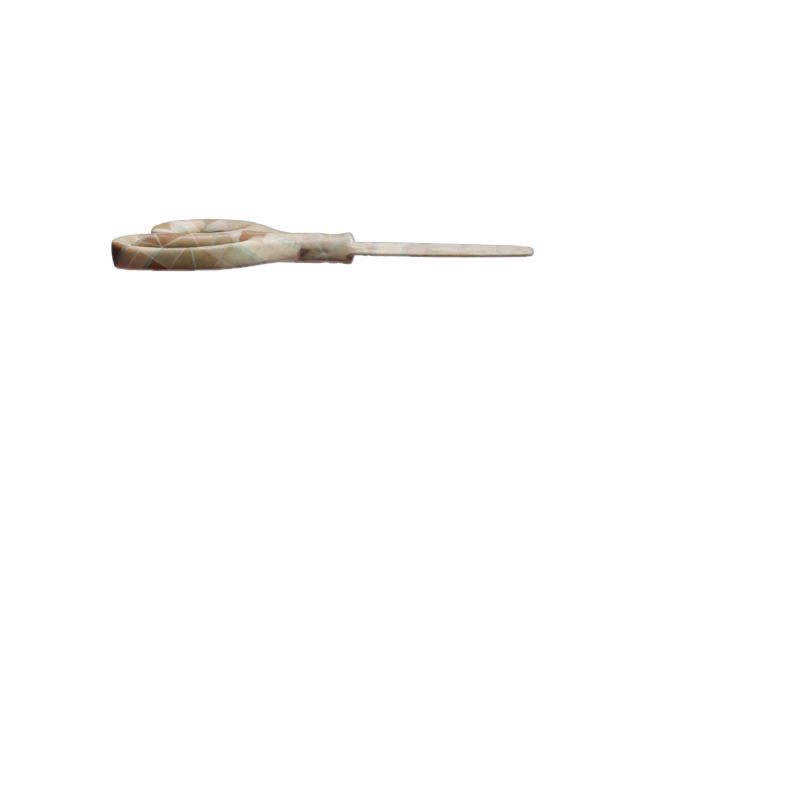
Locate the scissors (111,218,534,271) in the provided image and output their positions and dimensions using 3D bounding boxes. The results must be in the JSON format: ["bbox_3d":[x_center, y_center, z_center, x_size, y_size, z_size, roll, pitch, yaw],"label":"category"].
[{"bbox_3d":[-0.044,-0.081,0.564,0.199,0.015,0.101,-3,18,-9],"label":"scissors"}]
